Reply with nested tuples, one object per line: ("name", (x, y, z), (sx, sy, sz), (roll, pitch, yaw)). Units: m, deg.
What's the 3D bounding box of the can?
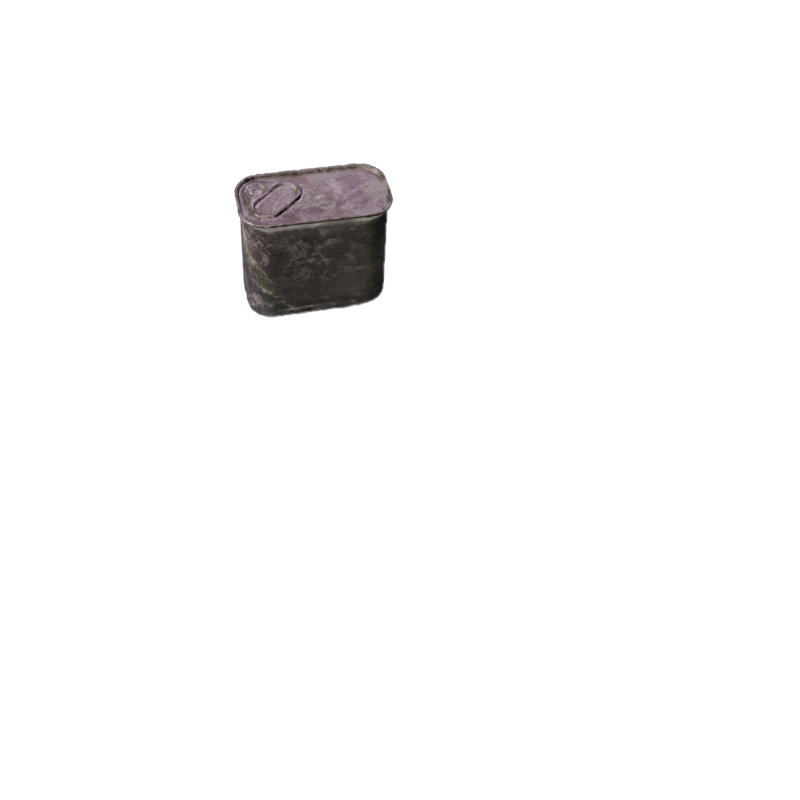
("can", (-0.059, -0.107, 0.752), (0.101, 0.078, 0.062), (-7, 45, -9))
